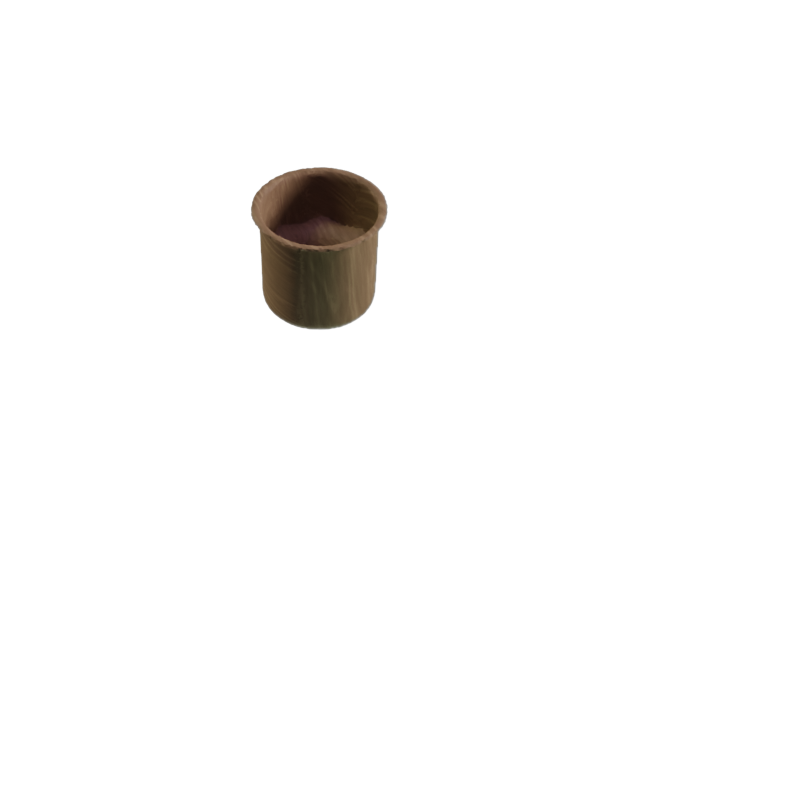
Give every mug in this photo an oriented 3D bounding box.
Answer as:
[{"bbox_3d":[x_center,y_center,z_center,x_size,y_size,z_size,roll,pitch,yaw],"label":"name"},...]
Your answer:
[{"bbox_3d":[-0.062,-0.112,0.786,0.092,0.076,0.127,-15,46,-17],"label":"mug"}]
